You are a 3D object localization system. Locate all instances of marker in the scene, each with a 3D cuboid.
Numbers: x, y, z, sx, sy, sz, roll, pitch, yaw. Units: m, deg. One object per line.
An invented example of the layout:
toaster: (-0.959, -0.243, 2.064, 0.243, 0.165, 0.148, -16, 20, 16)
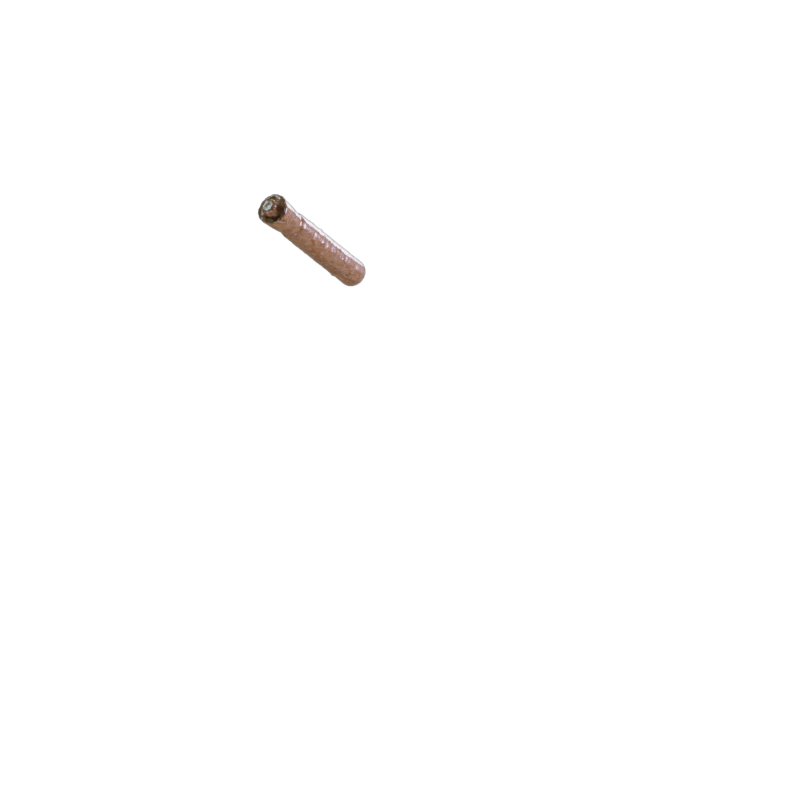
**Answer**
marker: (-0.054, -0.098, 0.685, 0.020, 0.020, 0.113, 2, -13, 25)
